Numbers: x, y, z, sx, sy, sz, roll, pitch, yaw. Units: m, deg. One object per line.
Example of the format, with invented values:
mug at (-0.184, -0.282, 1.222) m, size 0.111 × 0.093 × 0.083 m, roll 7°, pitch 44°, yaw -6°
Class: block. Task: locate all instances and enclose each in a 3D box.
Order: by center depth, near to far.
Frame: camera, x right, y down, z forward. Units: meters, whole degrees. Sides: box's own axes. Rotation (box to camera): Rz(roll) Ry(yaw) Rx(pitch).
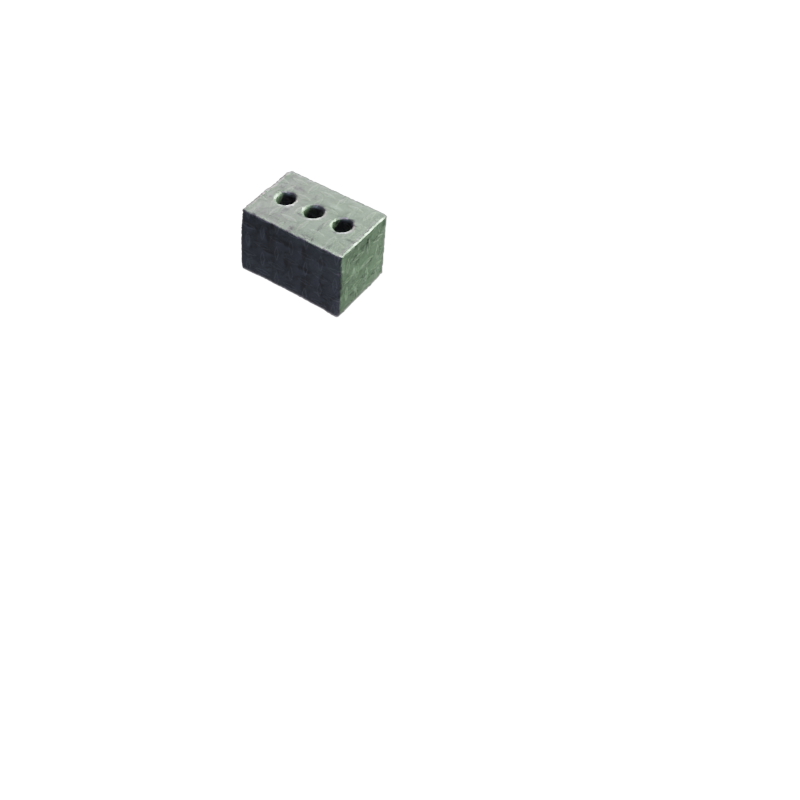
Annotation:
block at (-0.055, -0.100, 0.699) m, size 0.082 × 0.048 × 0.054 m, roll 27°, pitch 51°, yaw 23°
